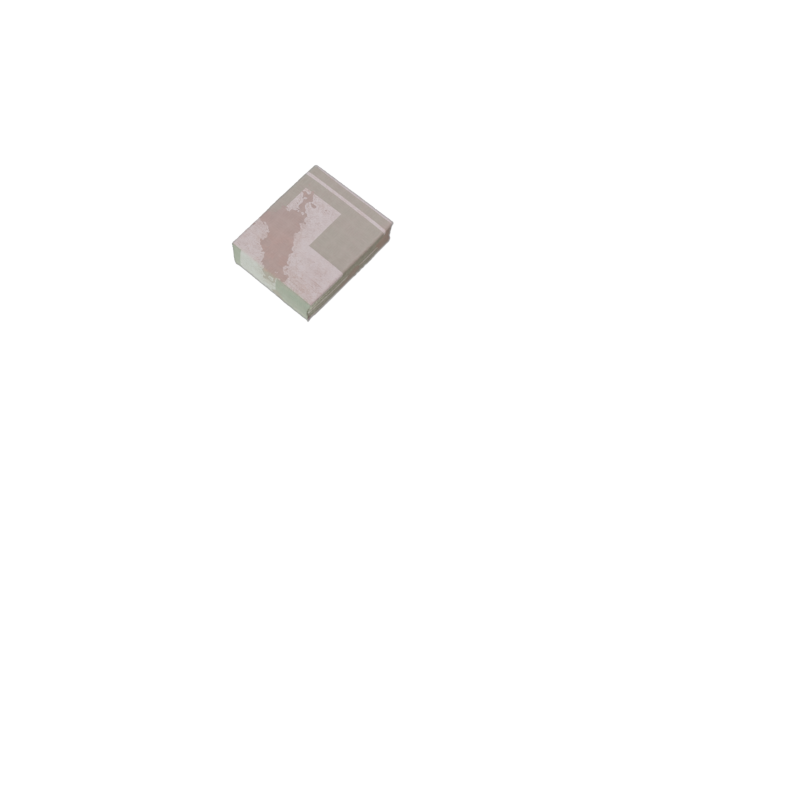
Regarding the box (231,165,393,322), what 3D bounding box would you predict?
[{"bbox_3d":[-0.075,-0.137,0.958,0.094,0.115,0.037,37,-21,16],"label":"box"}]
